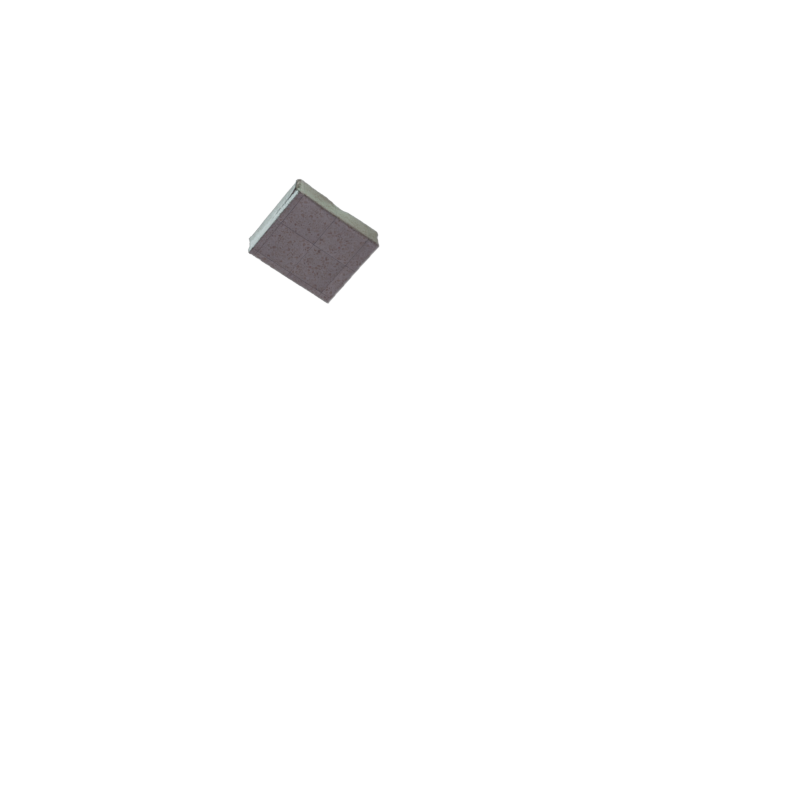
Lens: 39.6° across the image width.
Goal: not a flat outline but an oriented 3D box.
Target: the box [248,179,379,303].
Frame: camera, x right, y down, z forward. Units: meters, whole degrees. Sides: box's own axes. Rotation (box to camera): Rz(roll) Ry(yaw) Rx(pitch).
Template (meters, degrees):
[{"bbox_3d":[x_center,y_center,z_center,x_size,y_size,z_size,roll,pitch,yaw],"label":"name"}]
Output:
[{"bbox_3d":[-0.075,-0.136,0.952,0.086,0.072,0.032,34,24,-18],"label":"box"}]
